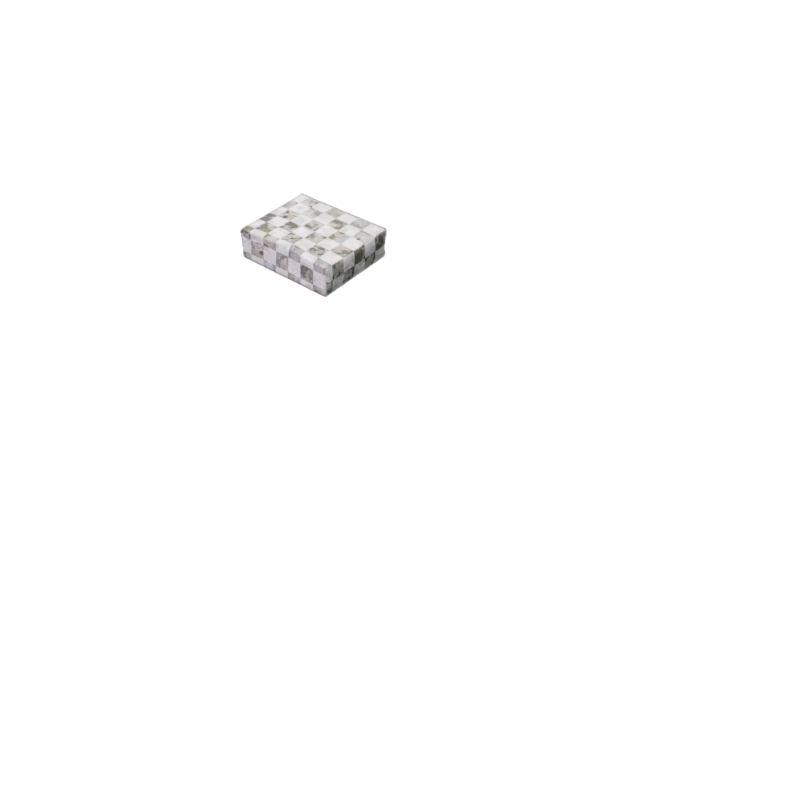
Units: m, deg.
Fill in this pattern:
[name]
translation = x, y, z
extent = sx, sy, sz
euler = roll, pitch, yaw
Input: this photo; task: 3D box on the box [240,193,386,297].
[box]
translation = -0.067, -0.123, 0.860
extent = 0.095, 0.028, 0.074
euler = 27, 45, 30
